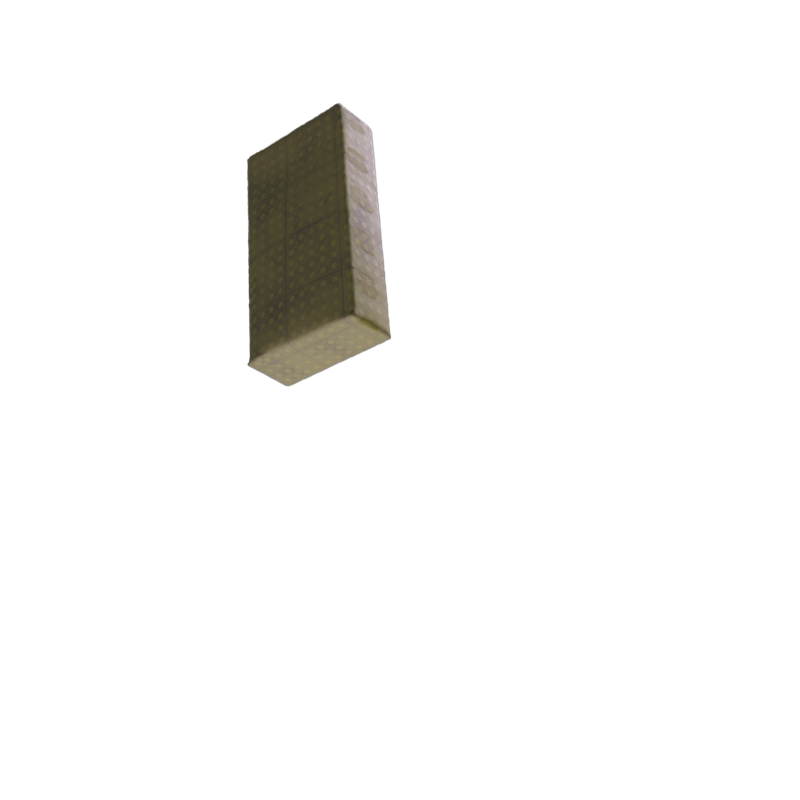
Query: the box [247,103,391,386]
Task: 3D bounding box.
[{"bbox_3d":[-0.059,-0.107,0.753,0.094,0.188,0.045,-25,-40,30],"label":"box"}]
